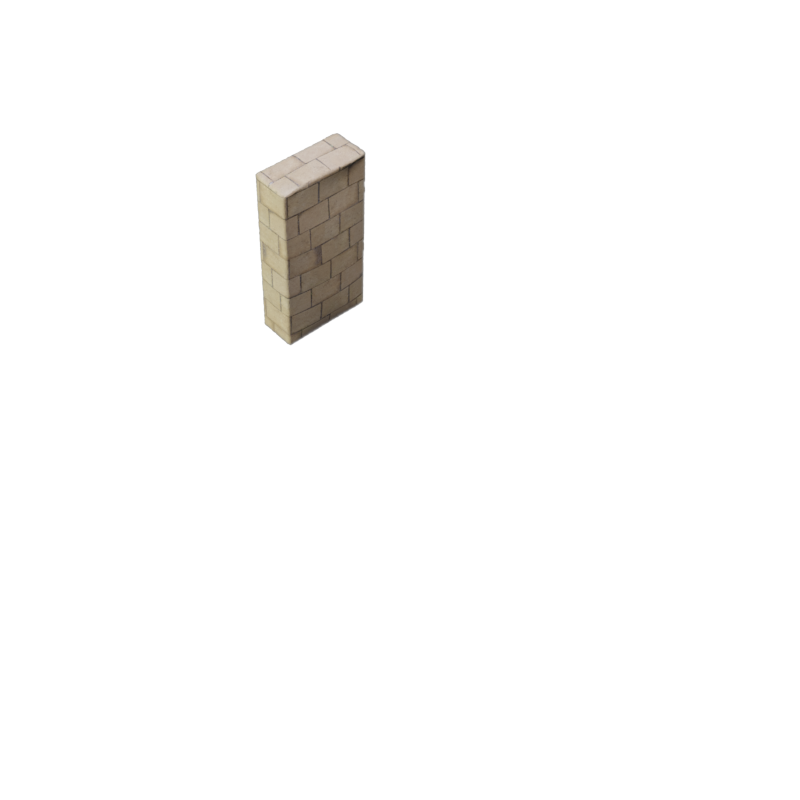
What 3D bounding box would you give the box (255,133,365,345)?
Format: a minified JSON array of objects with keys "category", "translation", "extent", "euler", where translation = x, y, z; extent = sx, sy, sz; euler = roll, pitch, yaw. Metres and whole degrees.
[{"category":"box","translation":[-0.077,-0.140,0.981],"extent":[0.094,0.164,0.051],"euler":[-33,57,-29]}]
